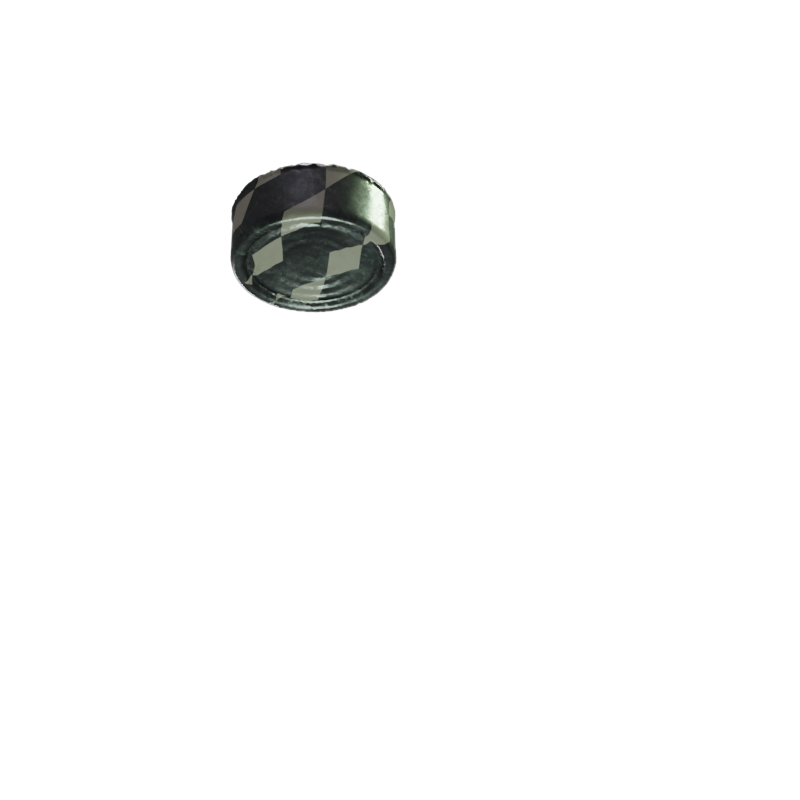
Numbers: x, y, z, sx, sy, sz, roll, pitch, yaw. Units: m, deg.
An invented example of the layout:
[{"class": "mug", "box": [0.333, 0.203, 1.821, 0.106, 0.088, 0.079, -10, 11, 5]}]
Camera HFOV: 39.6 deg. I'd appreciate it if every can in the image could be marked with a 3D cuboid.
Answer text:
[{"class": "can", "box": [-0.045, -0.081, 0.570, 0.086, 0.036, 0.080, 1, -33, -2]}]
